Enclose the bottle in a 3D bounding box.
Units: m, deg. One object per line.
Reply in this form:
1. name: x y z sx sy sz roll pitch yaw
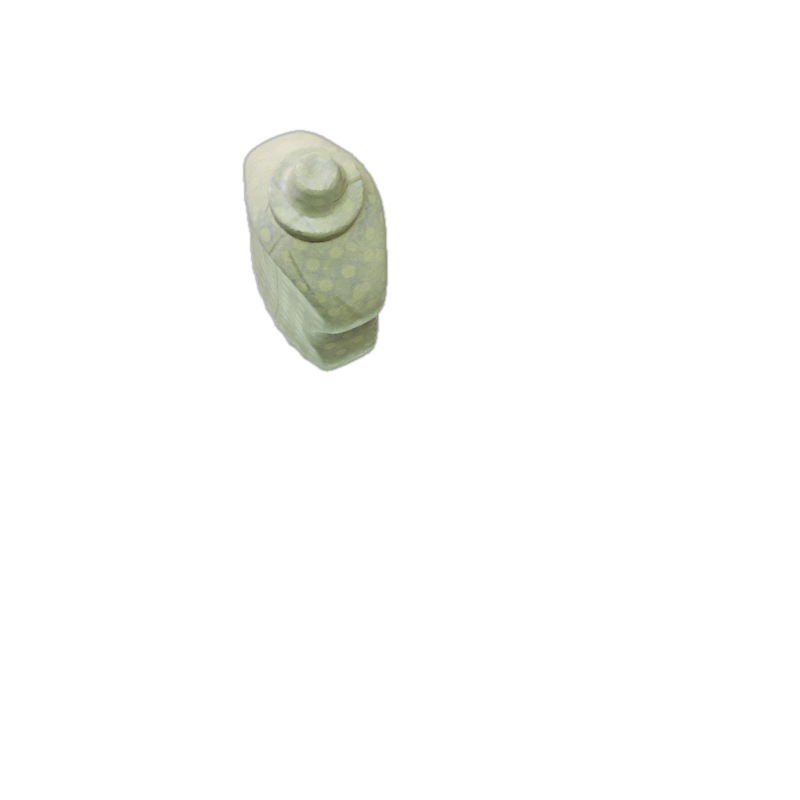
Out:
1. bottle: -0.042 -0.077 0.536 0.058 0.099 0.186 -23 -8 -8
